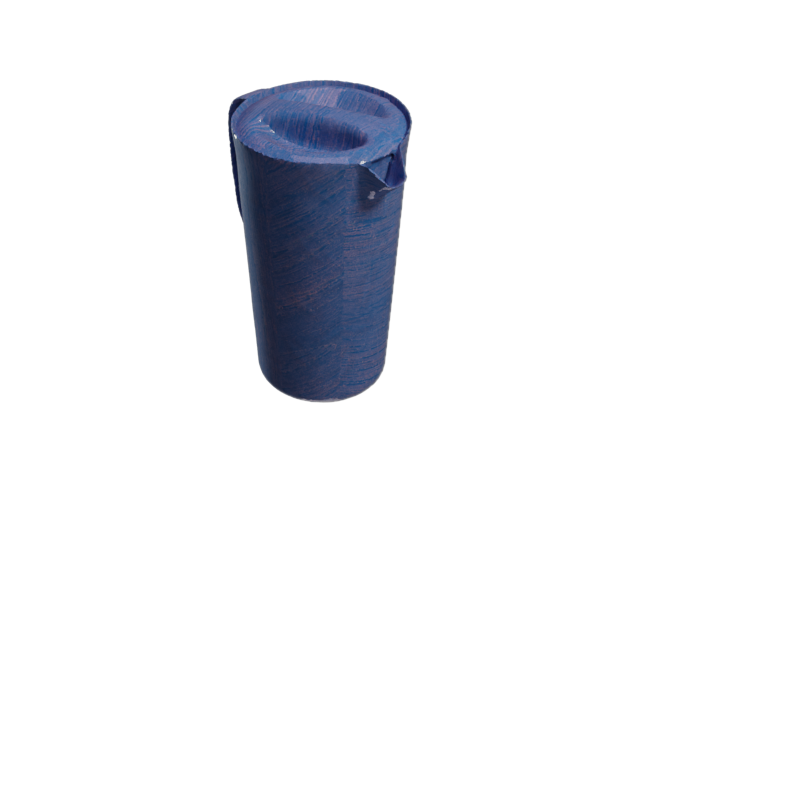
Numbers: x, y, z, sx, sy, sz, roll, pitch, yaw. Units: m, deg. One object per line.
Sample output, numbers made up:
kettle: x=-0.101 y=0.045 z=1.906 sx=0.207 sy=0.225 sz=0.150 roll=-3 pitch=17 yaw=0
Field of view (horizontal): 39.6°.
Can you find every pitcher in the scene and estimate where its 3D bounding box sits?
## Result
pitcher: x=-0.069 y=-0.126 z=0.882 sx=0.145 sy=0.227 sz=0.159 roll=2 pitch=37 yaw=0
